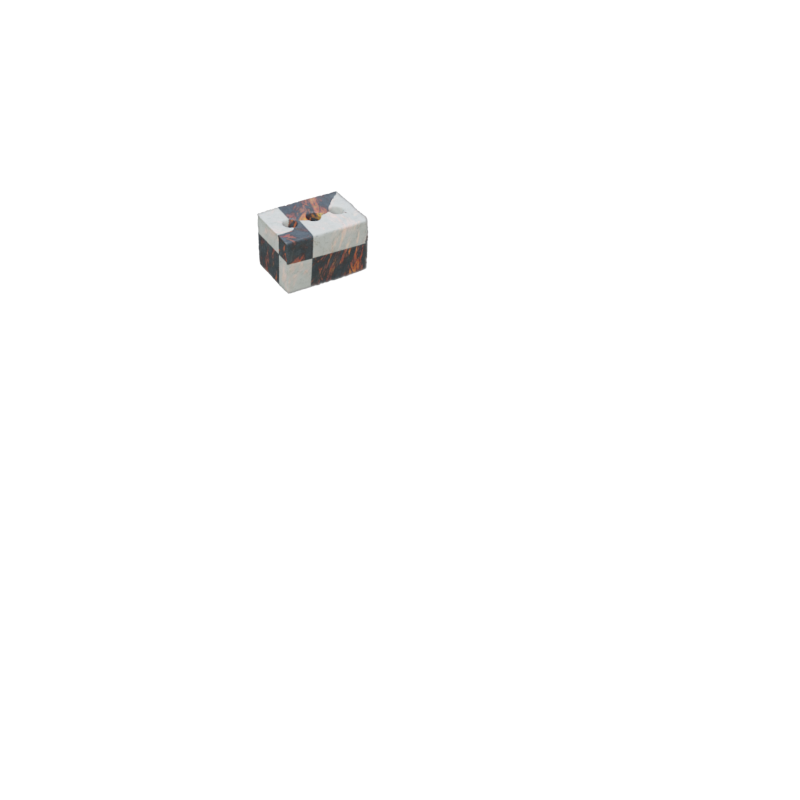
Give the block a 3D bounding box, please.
[{"bbox_3d":[-0.072,-0.131,0.916,0.077,0.048,0.057,-20,42,-25],"label":"block"}]
